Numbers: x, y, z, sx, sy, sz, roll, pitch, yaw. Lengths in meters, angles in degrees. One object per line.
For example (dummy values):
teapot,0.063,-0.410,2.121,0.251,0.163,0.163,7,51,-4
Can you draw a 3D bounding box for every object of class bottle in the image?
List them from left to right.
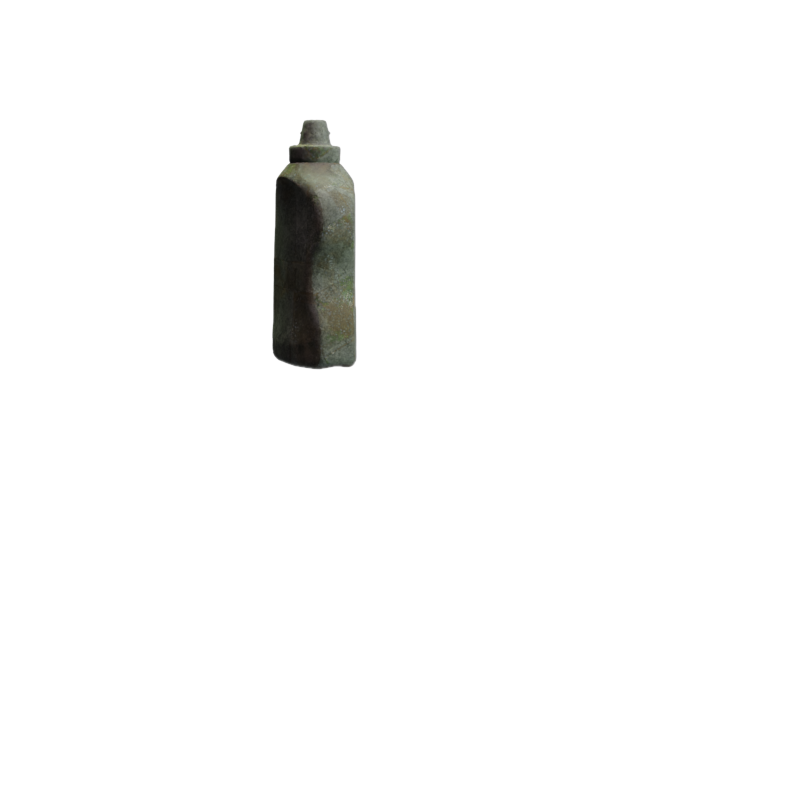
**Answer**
bottle,-0.068,-0.126,0.879,0.057,0.190,0.100,-1,5,-24
